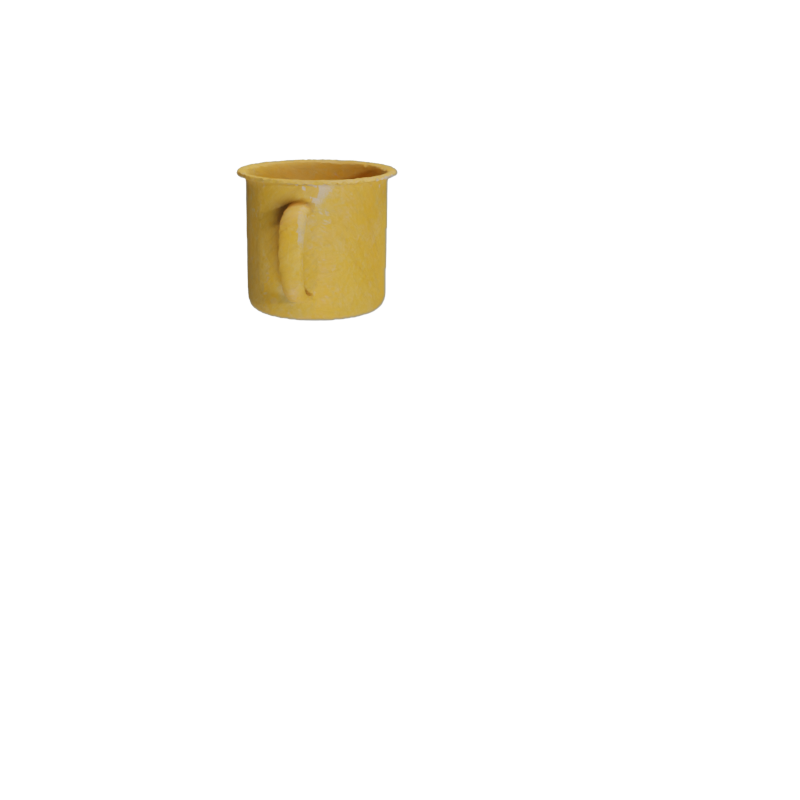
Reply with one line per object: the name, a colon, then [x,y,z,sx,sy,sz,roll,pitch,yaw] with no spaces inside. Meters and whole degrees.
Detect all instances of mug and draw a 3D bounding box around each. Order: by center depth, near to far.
mug: [-0.050,-0.091,0.638,0.094,0.079,0.120,2,17,6]
